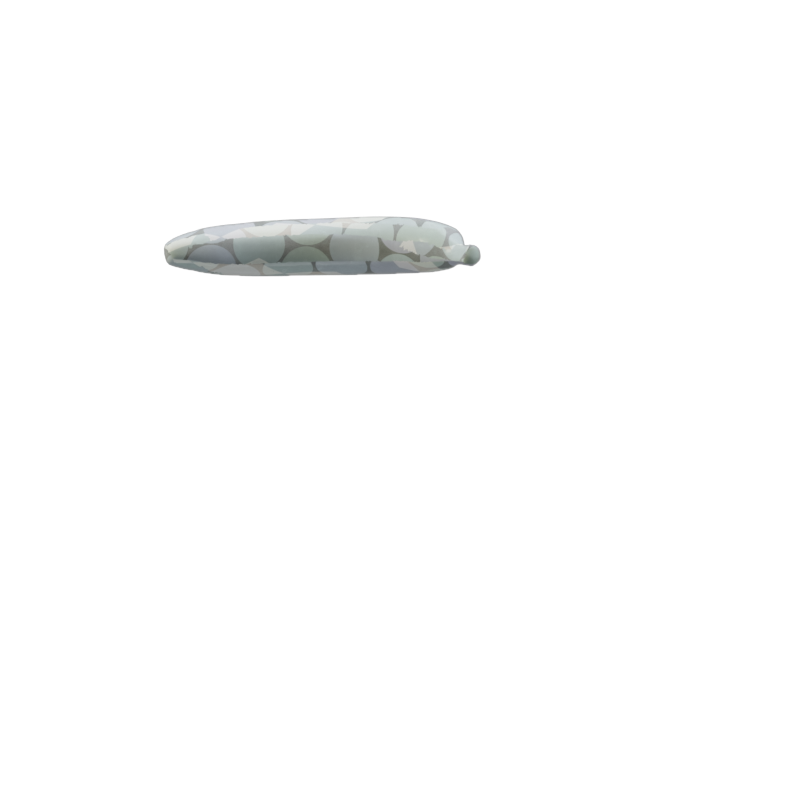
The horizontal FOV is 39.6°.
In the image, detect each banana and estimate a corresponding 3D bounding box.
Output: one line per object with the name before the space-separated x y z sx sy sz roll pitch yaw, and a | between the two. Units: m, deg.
banana | -0.046 -0.097 0.694 0.201 0.037 0.068 0 0 15
